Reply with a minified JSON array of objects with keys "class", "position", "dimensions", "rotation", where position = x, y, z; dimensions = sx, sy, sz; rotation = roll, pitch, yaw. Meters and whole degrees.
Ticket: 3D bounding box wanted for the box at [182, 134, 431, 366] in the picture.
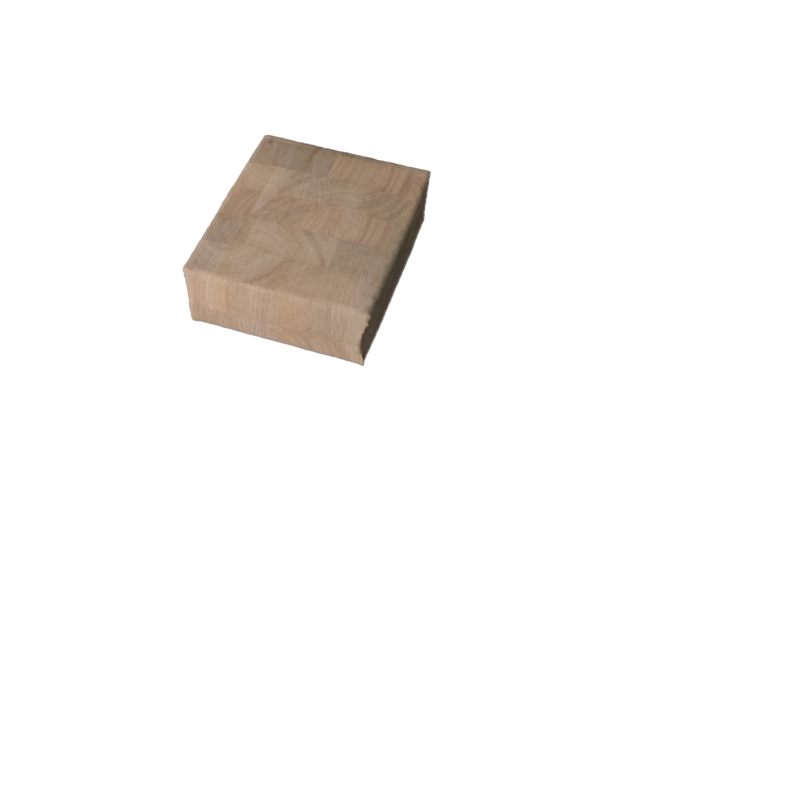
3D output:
[{"class":"box","position":[-0.042,-0.077,0.539],"dimensions":[0.092,0.119,0.036],"rotation":[12,-41,11]}]
